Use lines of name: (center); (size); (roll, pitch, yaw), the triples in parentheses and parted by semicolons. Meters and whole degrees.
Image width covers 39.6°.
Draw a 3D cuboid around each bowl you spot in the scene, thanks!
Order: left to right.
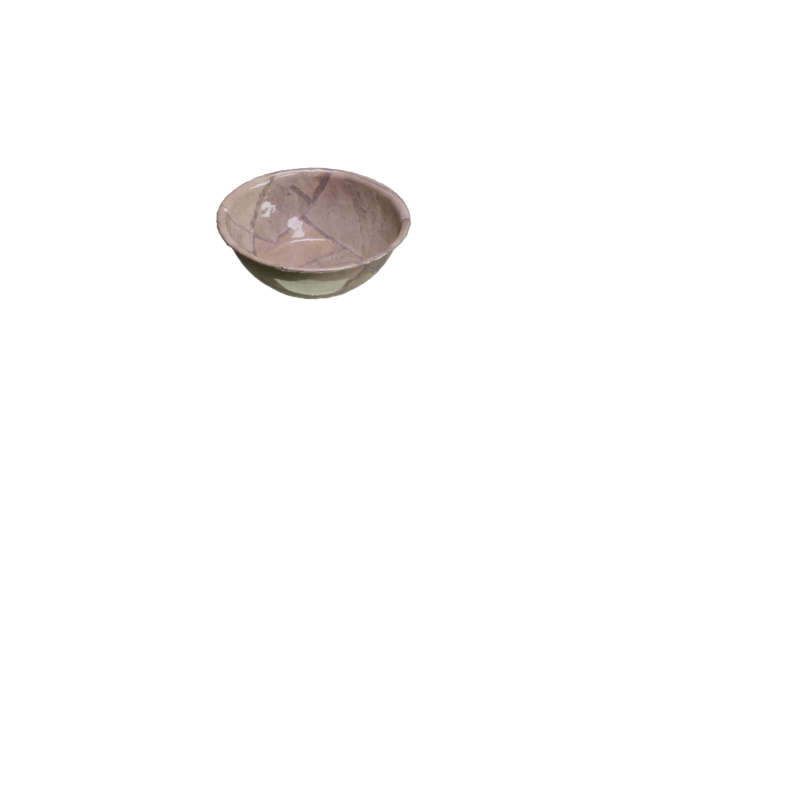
bowl: (-0.073, -0.133, 0.932); (0.162, 0.051, 0.173); (-1, 38, -2)
